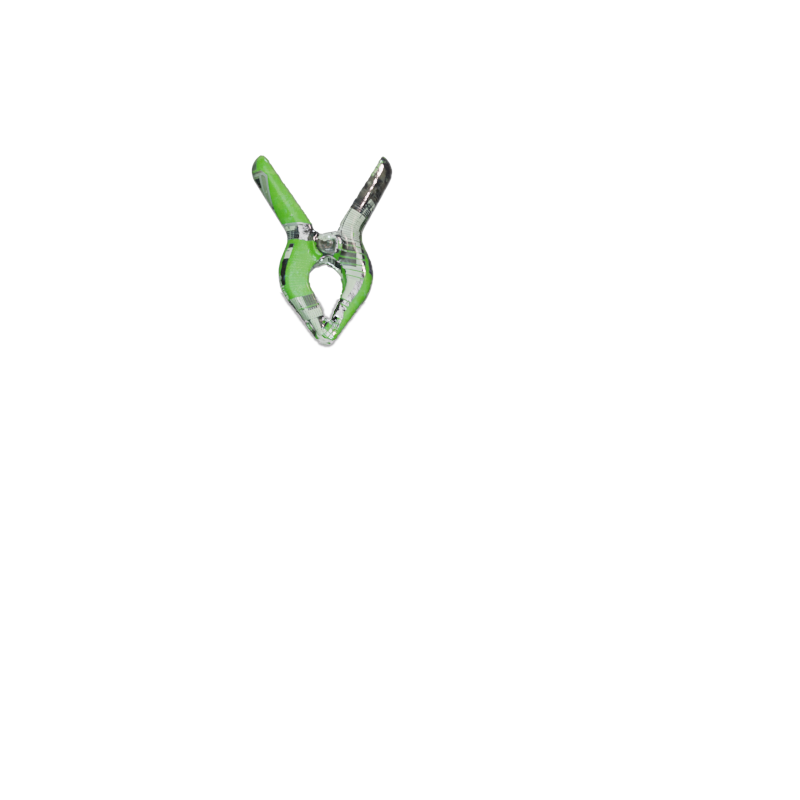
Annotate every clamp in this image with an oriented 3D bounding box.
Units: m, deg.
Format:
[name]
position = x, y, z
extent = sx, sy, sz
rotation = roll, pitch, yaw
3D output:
[clamp]
position = -0.073, -0.134, 0.936
extent = 0.120, 0.179, 0.037
rotation = 5, -20, 2
